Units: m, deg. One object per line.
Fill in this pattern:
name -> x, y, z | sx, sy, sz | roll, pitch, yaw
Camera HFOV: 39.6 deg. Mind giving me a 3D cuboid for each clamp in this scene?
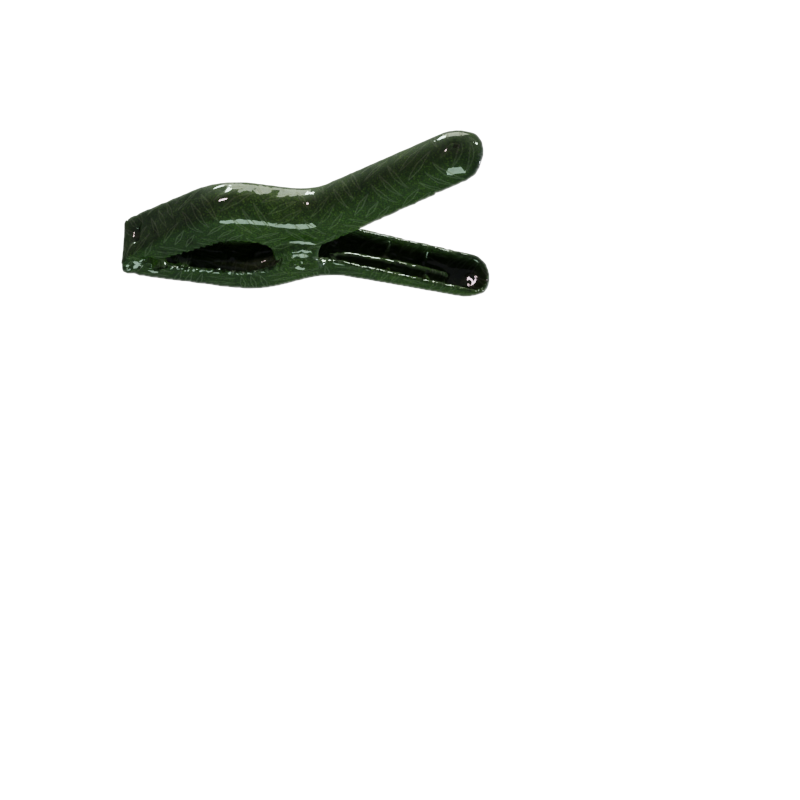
clamp -> -0.048, -0.088, 0.616 | 0.213, 0.038, 0.154 | -5, -21, 13
